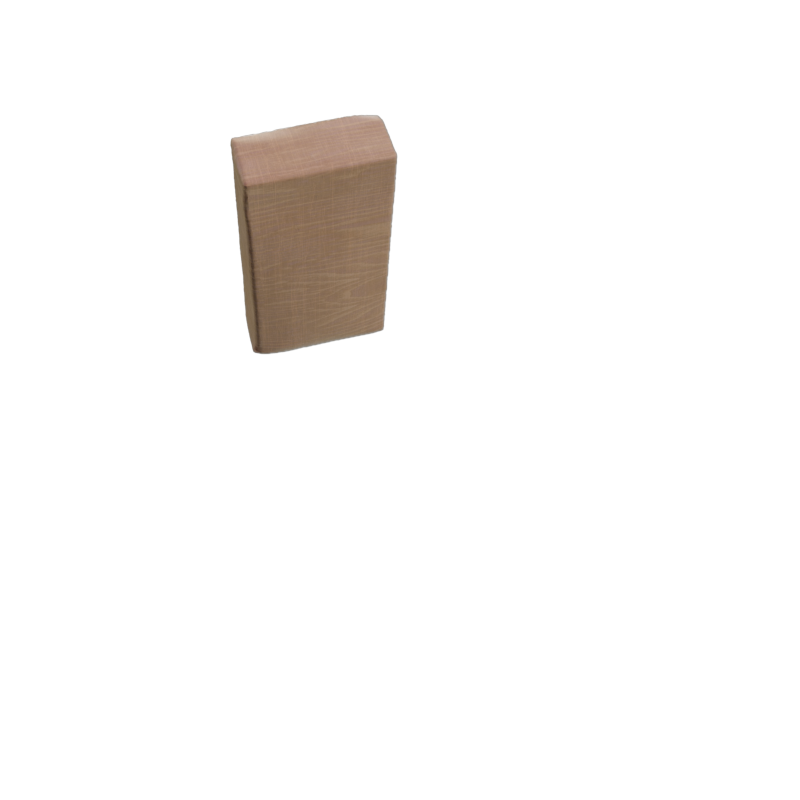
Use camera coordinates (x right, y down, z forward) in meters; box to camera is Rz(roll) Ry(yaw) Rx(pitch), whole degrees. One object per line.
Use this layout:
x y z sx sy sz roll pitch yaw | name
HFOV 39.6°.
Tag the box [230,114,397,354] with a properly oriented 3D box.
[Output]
-0.055 -0.100 0.701 0.092 0.052 0.164 -11 -35 -11 | box
